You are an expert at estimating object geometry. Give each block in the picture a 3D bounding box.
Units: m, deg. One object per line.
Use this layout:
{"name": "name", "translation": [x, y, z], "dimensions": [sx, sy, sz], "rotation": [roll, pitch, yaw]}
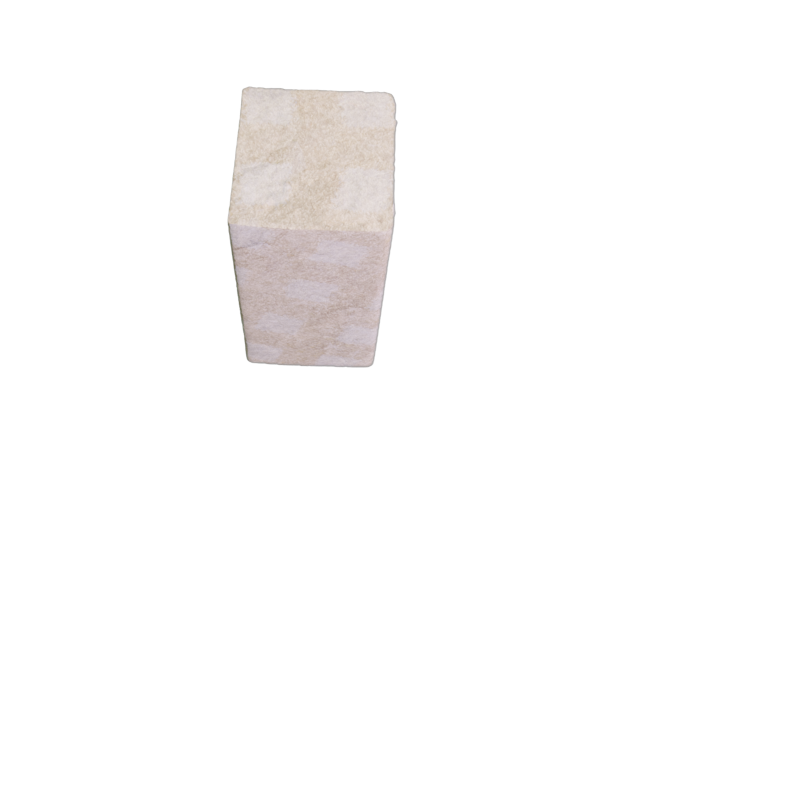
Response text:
{"name": "block", "translation": [-0.054, -0.099, 0.695], "dimensions": [0.090, 0.096, 0.196], "rotation": [3, -22, -2]}
